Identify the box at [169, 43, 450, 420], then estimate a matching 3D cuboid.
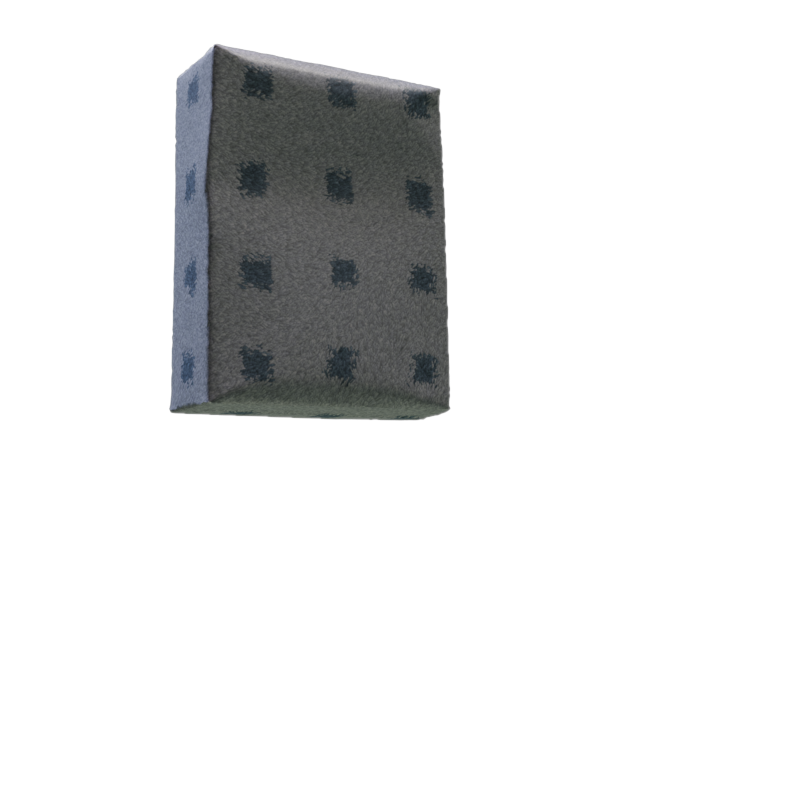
[{"bbox_3d":[-0.054,-0.098,0.684,0.158,0.220,0.072,5,-13,-28],"label":"box"}]
